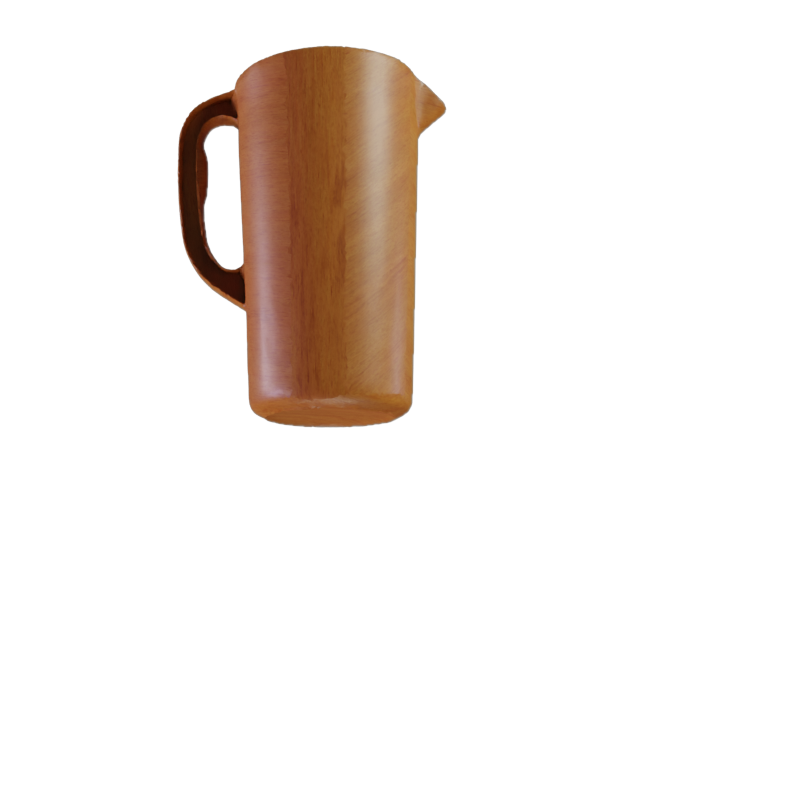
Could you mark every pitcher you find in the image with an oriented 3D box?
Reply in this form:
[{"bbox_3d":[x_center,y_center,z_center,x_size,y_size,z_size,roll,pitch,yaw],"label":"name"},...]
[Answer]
[{"bbox_3d":[-0.060,-0.109,0.761,0.137,0.252,0.152,14,-21,-43],"label":"pitcher"}]
